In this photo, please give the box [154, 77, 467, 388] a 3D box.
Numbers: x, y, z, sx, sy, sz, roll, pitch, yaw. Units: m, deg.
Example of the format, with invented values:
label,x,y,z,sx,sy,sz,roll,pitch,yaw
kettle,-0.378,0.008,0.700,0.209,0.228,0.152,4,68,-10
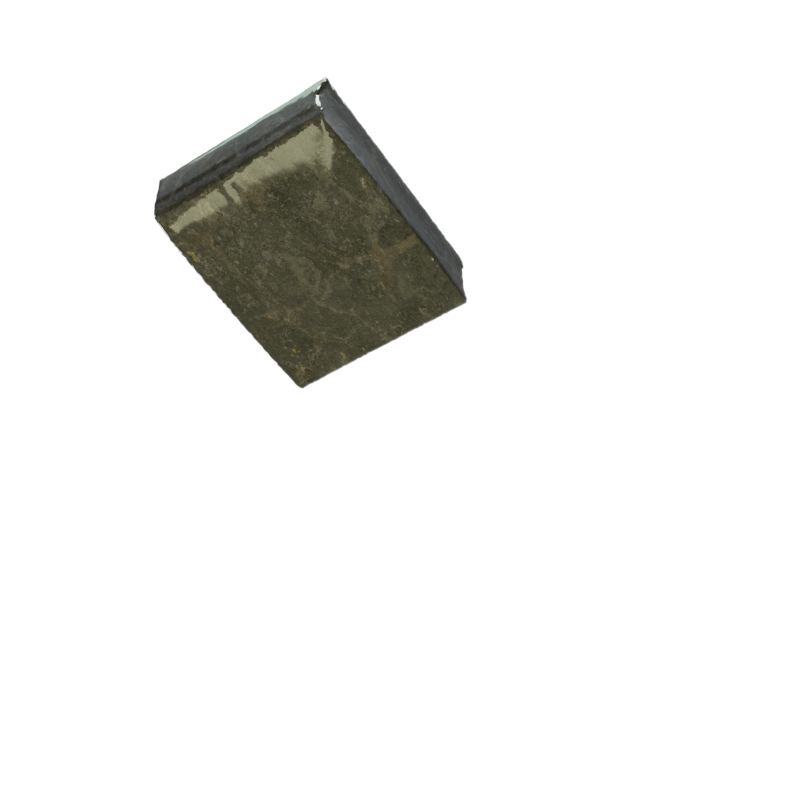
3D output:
label,x,y,z,sx,sy,sz,roll,pitch,yaw
box,-0.038,-0.068,0.478,0.090,0.106,0.042,-28,32,19
